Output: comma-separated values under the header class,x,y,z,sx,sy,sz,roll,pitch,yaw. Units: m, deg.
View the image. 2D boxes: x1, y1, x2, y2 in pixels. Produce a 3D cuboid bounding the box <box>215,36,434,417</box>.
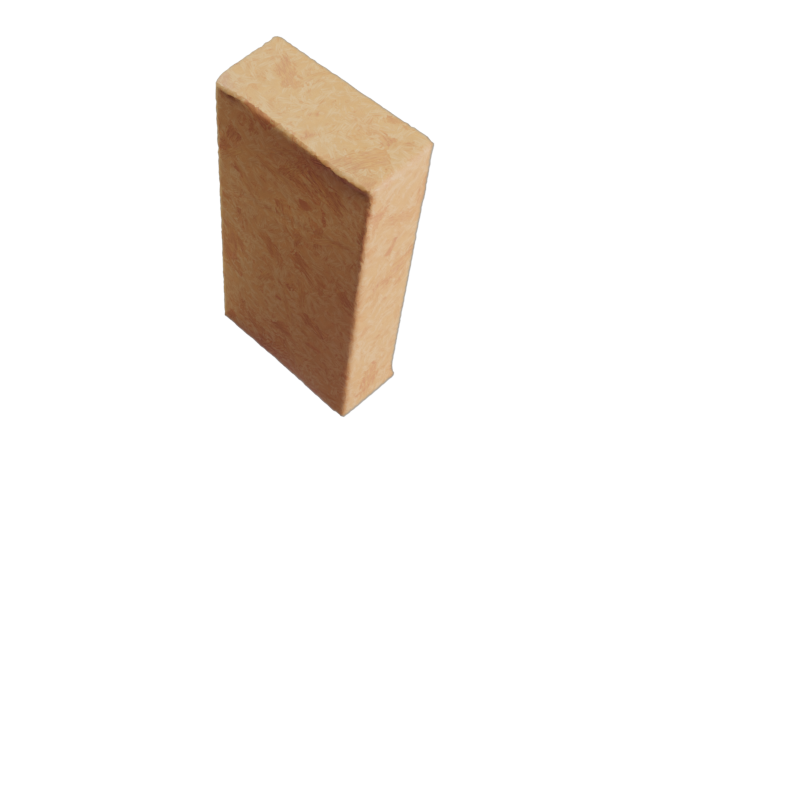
class,x,y,z,sx,sy,sz,roll,pitch,yaw
box,-0.041,-0.074,0.519,0.049,0.098,0.165,-40,-22,-25
